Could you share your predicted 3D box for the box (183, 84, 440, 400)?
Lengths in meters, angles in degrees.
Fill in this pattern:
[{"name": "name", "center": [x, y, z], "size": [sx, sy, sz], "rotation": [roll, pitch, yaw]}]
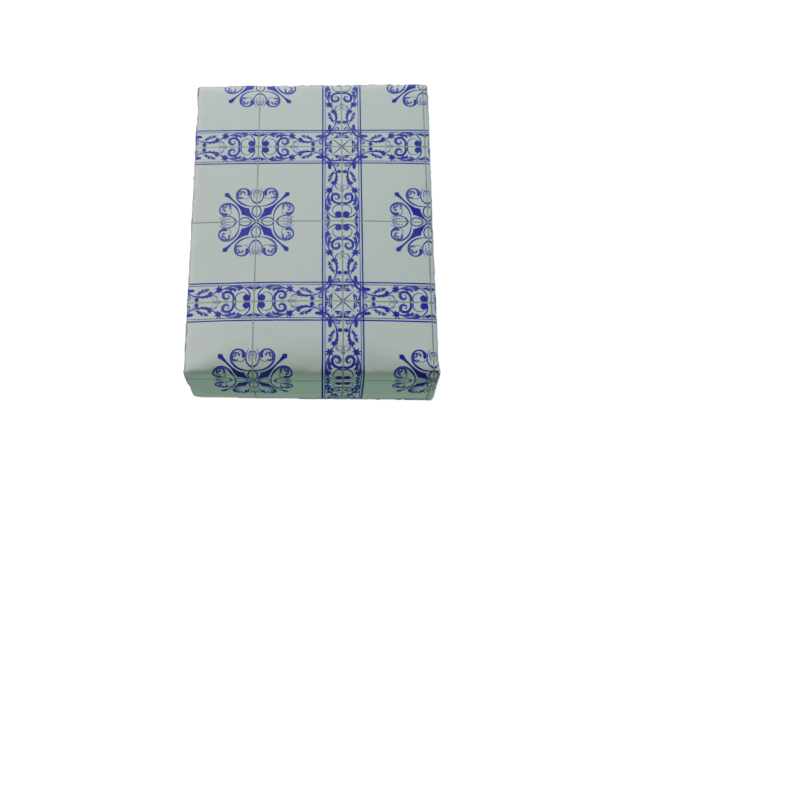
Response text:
[{"name": "box", "center": [-0.060, -0.109, 0.764], "size": [0.164, 0.225, 0.068], "rotation": [-1, -23, 0]}]
